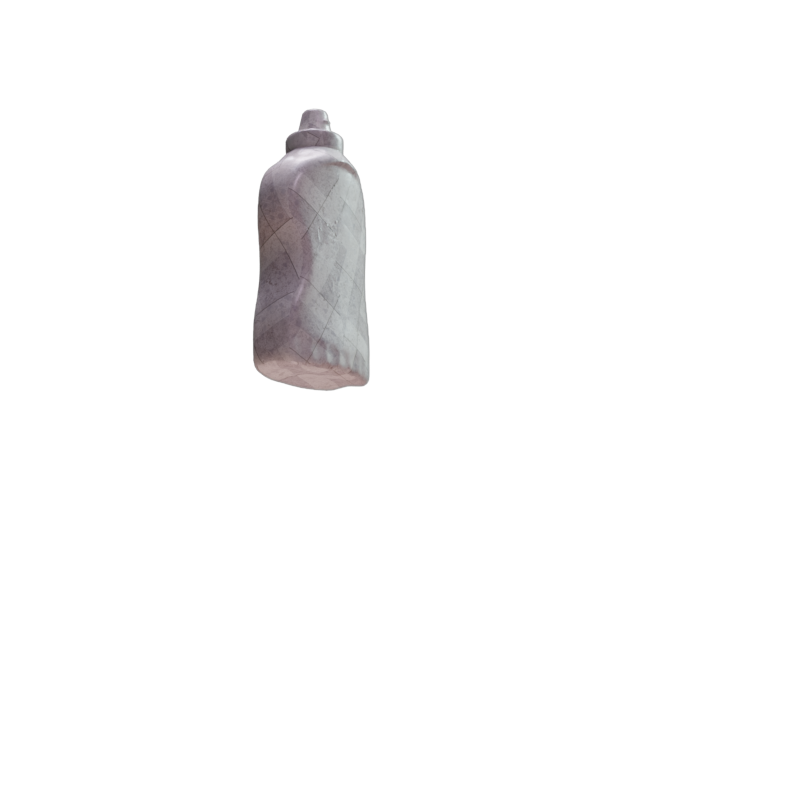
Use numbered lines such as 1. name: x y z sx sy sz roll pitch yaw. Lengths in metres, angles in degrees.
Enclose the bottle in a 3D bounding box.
1. bottle: -0.059 -0.108 0.755 0.059 0.200 0.090 -13 -20 32
